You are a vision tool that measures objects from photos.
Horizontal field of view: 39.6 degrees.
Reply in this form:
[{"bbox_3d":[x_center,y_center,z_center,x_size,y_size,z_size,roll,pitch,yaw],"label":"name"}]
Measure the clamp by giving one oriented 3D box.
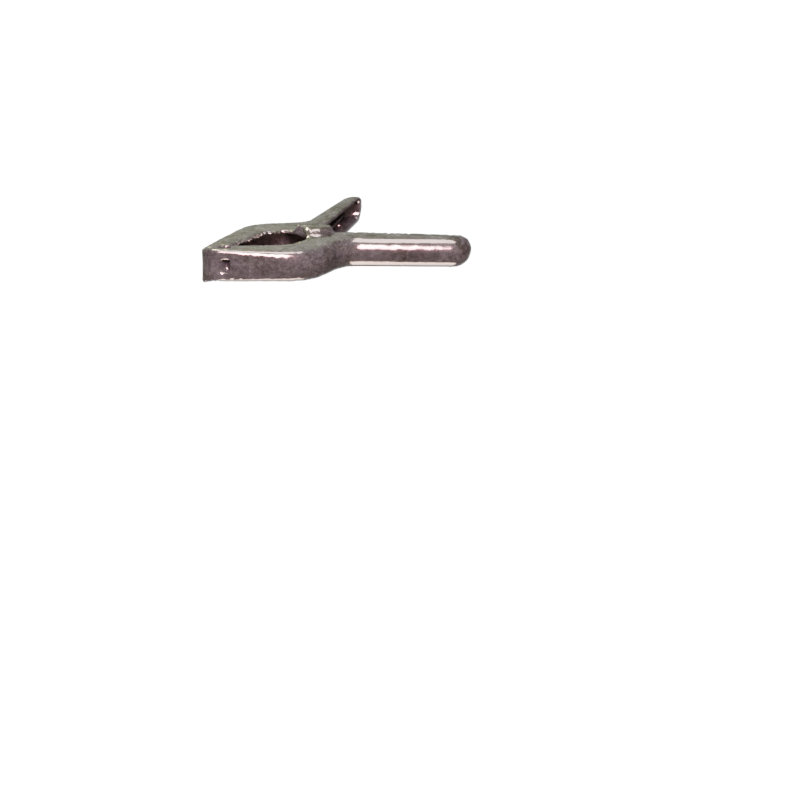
[{"bbox_3d":[-0.072,-0.131,0.914,0.206,0.035,0.176,-12,26,-26],"label":"clamp"}]
